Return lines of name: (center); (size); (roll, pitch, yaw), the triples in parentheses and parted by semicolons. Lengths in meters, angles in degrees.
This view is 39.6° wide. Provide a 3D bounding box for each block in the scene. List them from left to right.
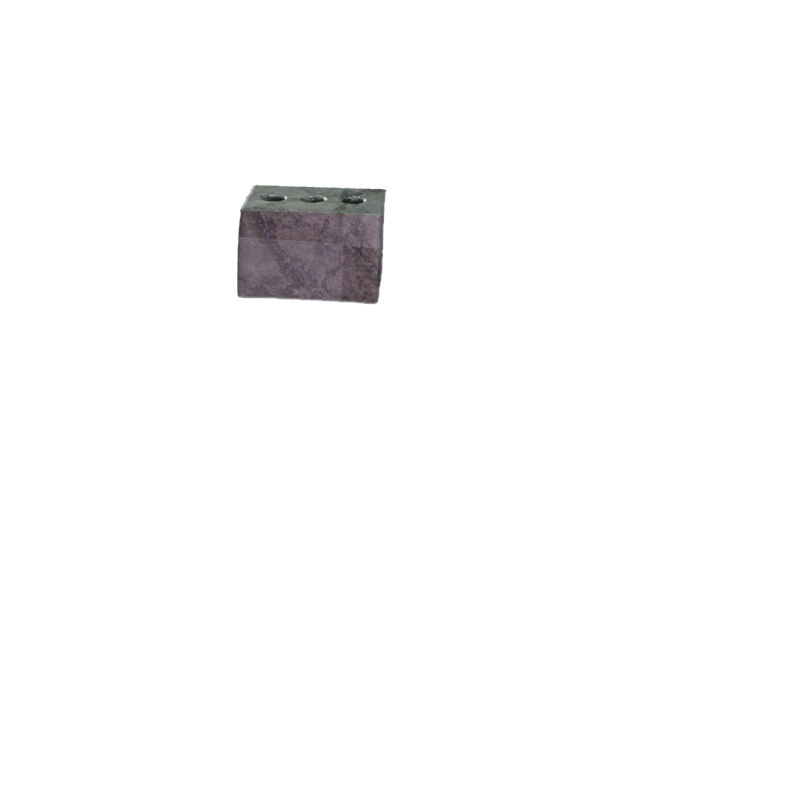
block: (-0.048, -0.088, 0.613); (0.078, 0.049, 0.055); (2, 23, 4)
